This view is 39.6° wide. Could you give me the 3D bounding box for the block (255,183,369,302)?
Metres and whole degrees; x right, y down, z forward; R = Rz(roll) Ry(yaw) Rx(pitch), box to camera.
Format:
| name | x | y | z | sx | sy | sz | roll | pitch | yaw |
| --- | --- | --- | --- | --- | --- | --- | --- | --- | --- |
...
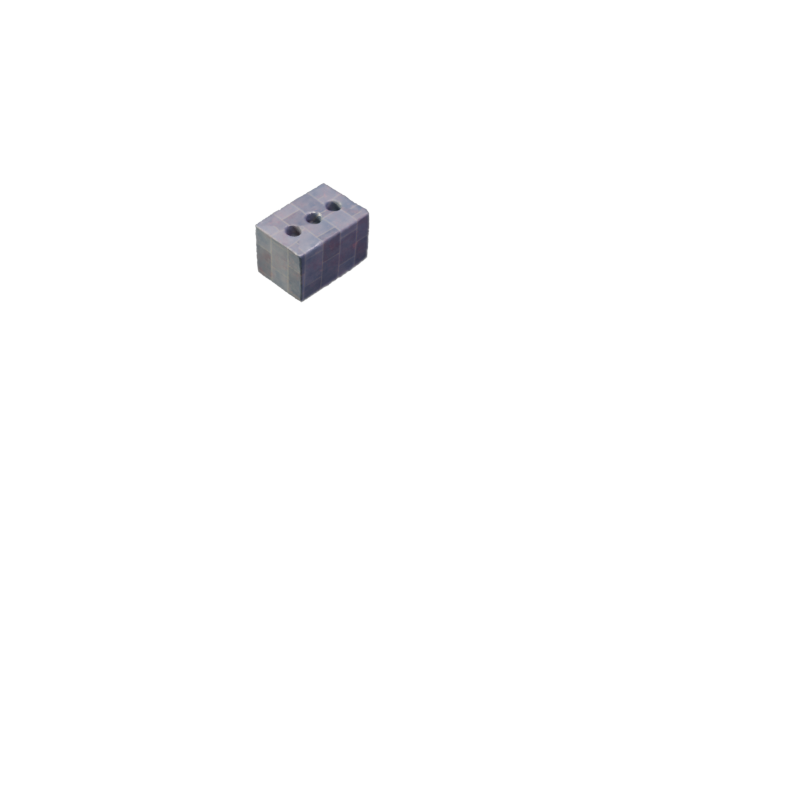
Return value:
| name | x | y | z | sx | sy | sz | roll | pitch | yaw |
| --- | --- | --- | --- | --- | --- | --- | --- | --- | --- |
| block | -0.069 | -0.125 | 0.878 | 0.056 | 0.048 | 0.079 | 34 | 54 | 28 |
